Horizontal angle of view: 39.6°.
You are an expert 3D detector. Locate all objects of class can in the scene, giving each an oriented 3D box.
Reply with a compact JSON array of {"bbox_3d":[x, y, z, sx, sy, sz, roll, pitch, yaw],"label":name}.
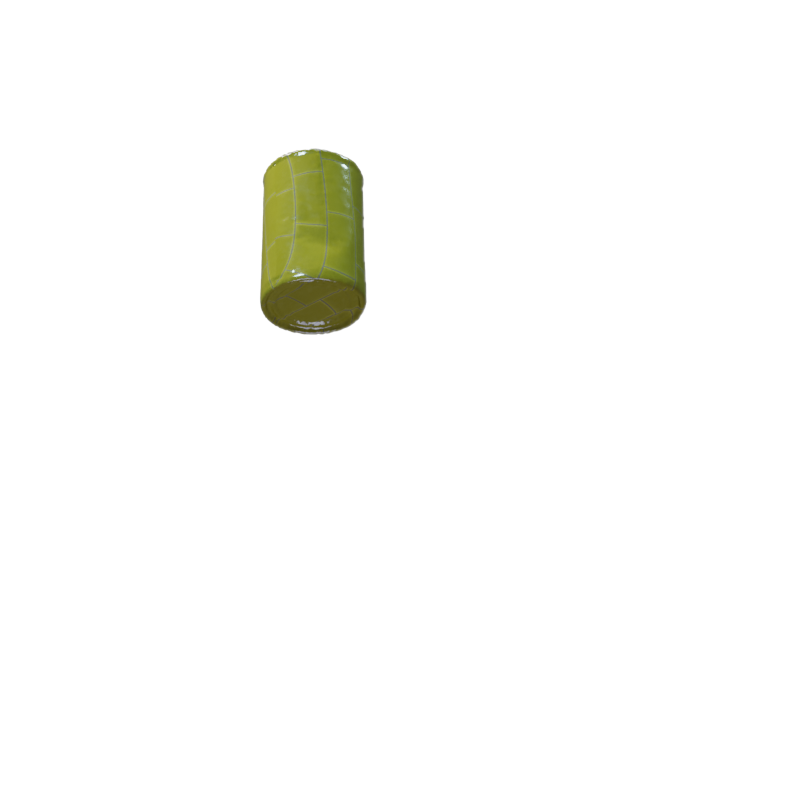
[{"bbox_3d":[-0.056,-0.103,0.718,0.068,0.109,0.064,-1,-33,-2],"label":"can"}]
